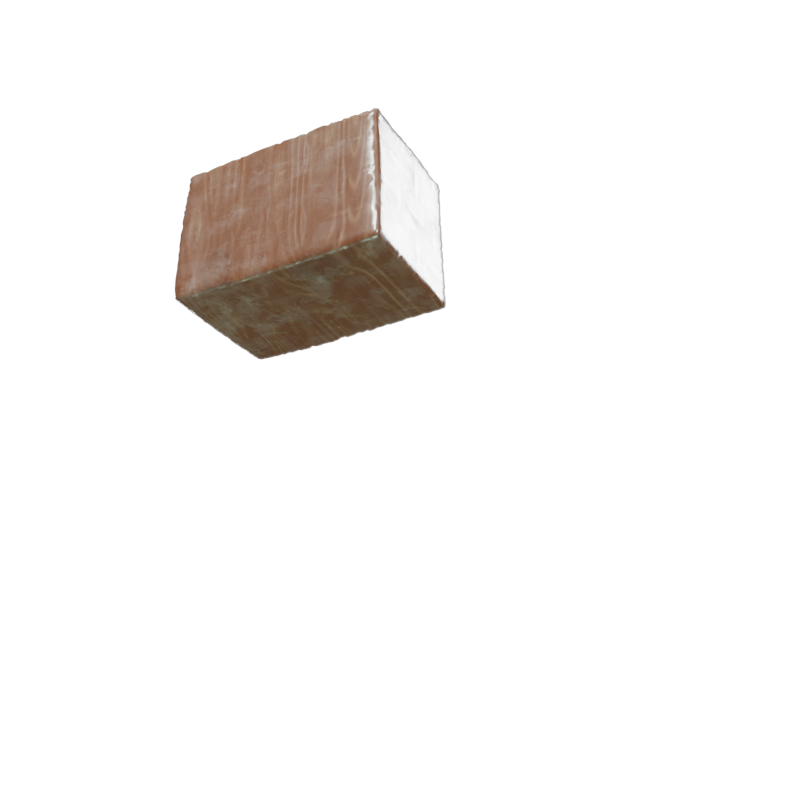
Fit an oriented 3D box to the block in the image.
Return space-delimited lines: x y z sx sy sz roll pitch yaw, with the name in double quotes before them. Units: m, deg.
"block" -0.030 -0.055 0.383 0.079 0.055 0.049 -15 -33 23
